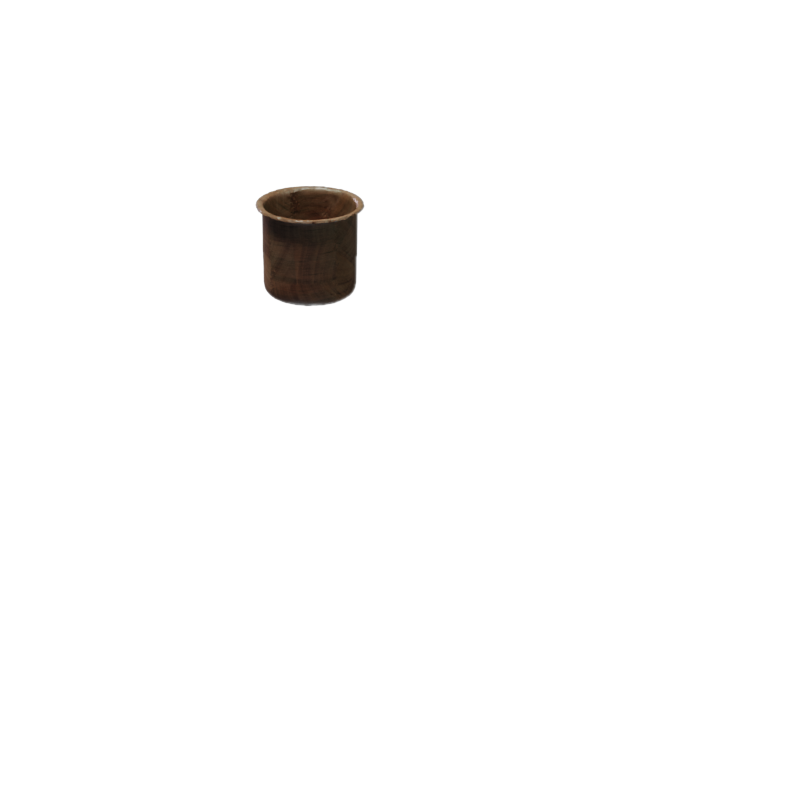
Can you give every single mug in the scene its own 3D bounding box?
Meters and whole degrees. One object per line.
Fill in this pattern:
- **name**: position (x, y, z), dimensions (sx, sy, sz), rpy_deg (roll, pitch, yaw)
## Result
- **mug**: position (-0.076, -0.139, 0.975), dimensions (0.095, 0.077, 0.121), rpy_deg (5, 27, 10)
